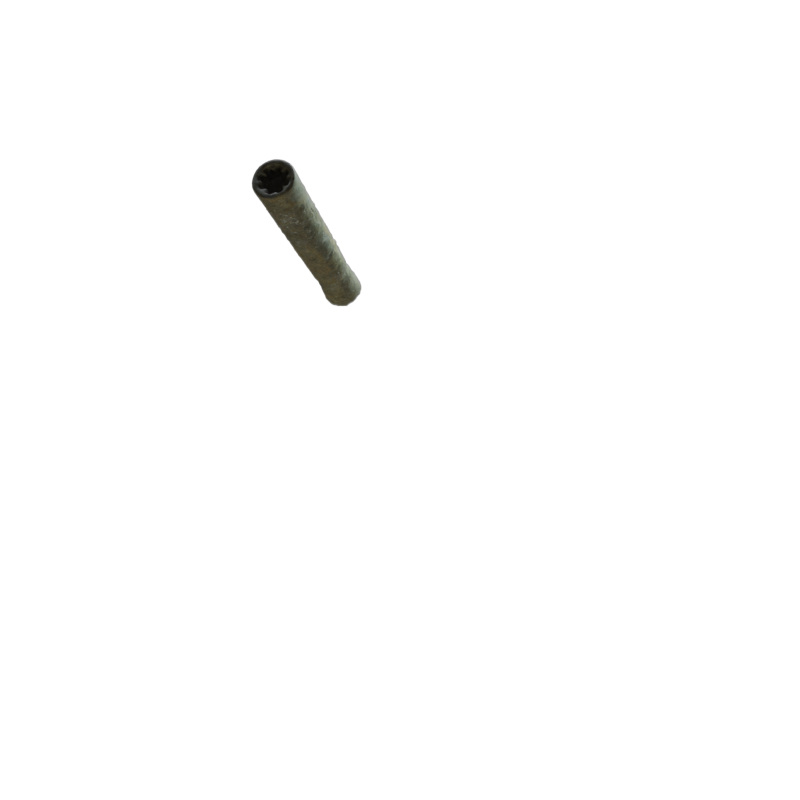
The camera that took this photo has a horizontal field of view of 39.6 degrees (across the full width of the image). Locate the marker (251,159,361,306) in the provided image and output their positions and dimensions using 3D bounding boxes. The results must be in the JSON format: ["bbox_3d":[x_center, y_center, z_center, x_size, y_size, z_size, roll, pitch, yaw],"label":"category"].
[{"bbox_3d":[-0.039,-0.071,0.499,0.020,0.021,0.113,2,-18,14],"label":"marker"}]
